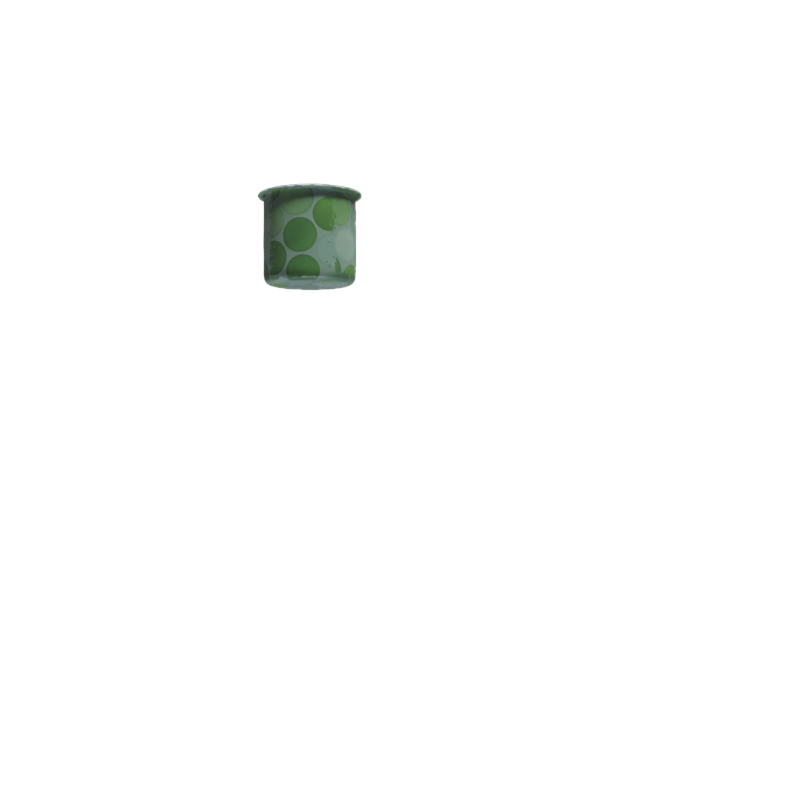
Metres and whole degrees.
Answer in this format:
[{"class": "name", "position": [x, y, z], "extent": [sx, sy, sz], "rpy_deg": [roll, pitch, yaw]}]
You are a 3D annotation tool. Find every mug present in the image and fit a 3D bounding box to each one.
[{"class": "mug", "position": [-0.078, -0.142, 0.995], "extent": [0.095, 0.083, 0.113], "rpy_deg": [-1, -5, 12]}]
